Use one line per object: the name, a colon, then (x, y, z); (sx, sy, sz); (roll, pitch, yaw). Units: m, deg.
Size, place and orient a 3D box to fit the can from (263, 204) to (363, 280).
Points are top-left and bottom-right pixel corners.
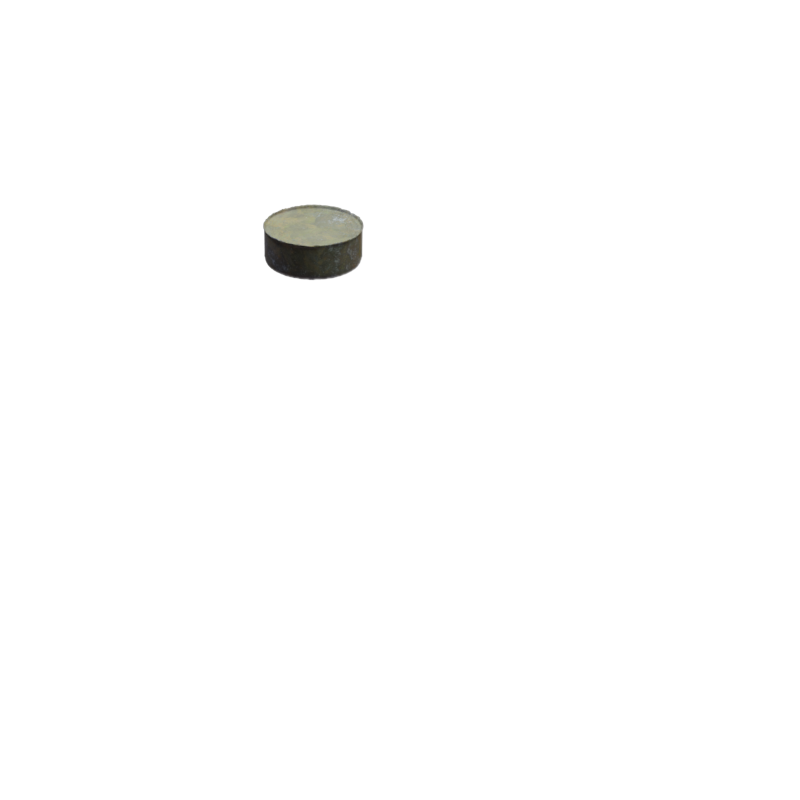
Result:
can: (-0.075, -0.136, 0.952); (0.086, 0.032, 0.091); (-1, 31, -2)
